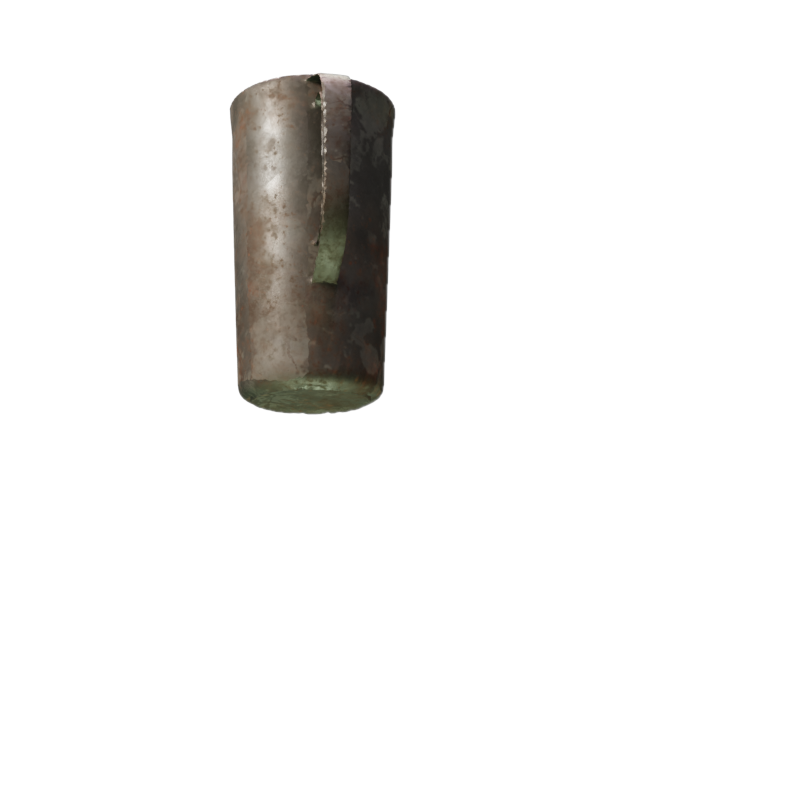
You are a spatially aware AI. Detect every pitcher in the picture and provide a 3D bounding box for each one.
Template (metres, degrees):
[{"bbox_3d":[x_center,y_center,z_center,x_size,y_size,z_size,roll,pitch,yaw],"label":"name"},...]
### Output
[{"bbox_3d":[-0.066,-0.120,0.844,0.148,0.254,0.140,-12,-20,30],"label":"pitcher"}]
